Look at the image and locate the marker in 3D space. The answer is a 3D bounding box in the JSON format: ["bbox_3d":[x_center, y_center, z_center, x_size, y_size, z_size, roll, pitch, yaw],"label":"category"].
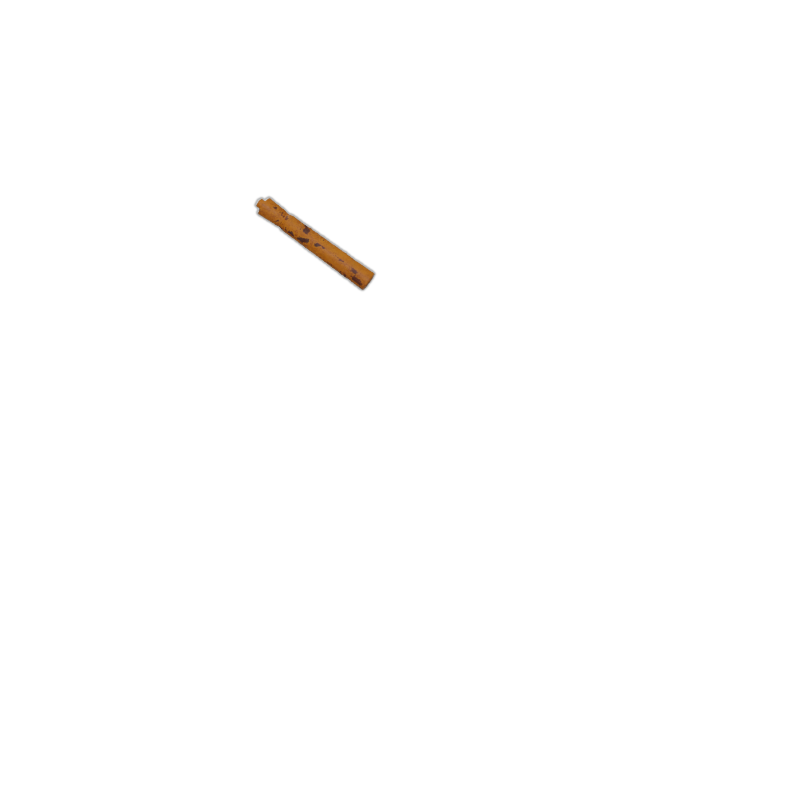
[{"bbox_3d":[-0.075,-0.137,0.963,0.124,0.020,0.019,37,9,9],"label":"marker"}]
